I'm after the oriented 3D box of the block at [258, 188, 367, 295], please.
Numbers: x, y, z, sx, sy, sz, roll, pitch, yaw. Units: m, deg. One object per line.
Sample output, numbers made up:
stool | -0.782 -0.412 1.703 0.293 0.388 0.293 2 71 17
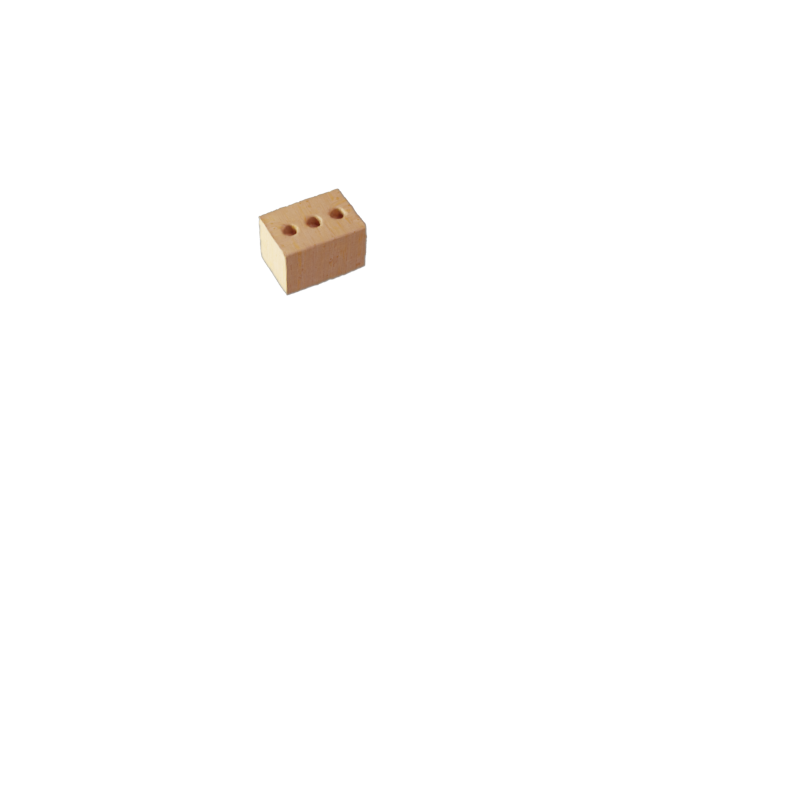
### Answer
block | -0.073 -0.133 0.932 0.077 0.057 0.048 -23 -35 -19
